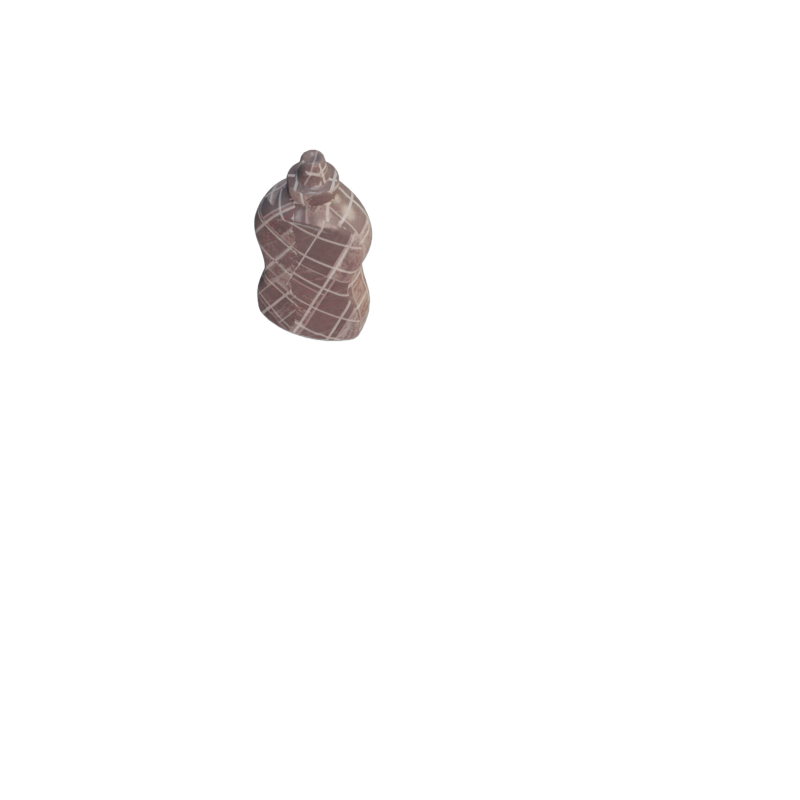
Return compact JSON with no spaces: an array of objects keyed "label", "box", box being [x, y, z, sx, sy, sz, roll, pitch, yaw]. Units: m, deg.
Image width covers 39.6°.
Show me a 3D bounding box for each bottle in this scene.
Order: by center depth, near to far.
[{"label":"bottle","box":[-0.071,-0.129,0.909,0.098,0.061,0.179,19,-37,11]}]
